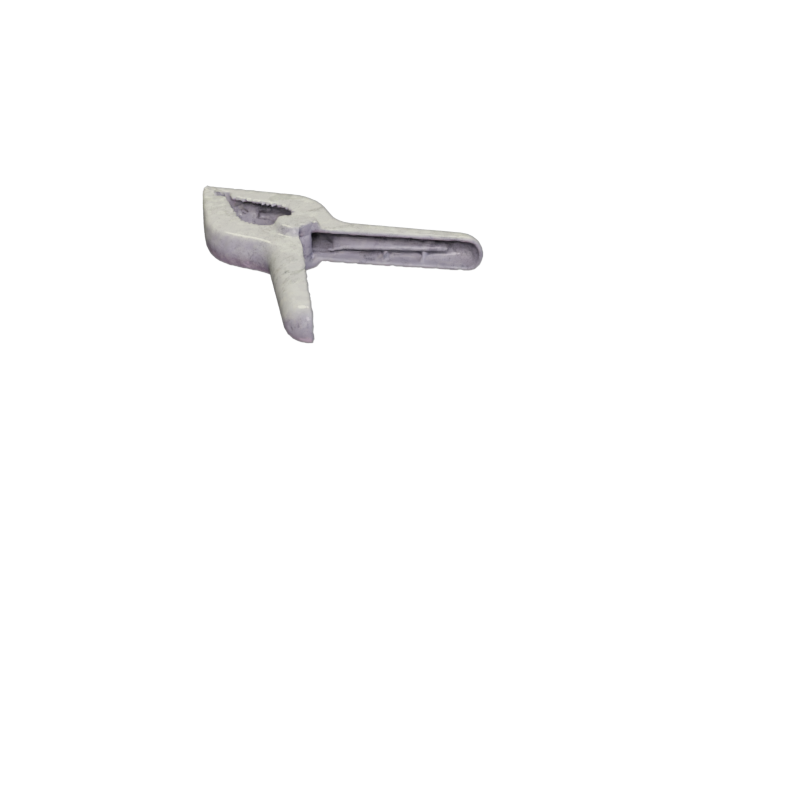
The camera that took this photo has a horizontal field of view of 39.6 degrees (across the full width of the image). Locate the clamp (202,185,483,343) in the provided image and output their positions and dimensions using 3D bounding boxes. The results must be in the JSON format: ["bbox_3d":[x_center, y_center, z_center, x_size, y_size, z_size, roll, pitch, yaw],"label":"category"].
[{"bbox_3d":[-0.060,-0.109,0.766,0.162,0.034,0.225,-20,36,-31],"label":"clamp"}]
